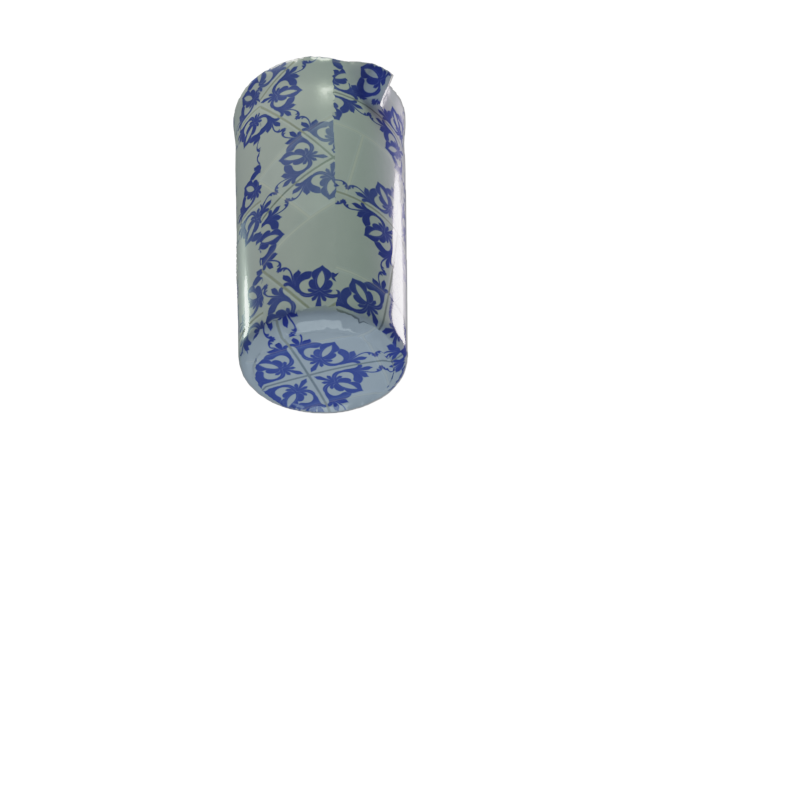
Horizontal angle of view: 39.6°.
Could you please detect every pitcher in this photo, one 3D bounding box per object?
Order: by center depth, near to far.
[{"bbox_3d":[-0.061,-0.112,0.784,0.146,0.261,0.138,-7,-39,5],"label":"pitcher"}]
